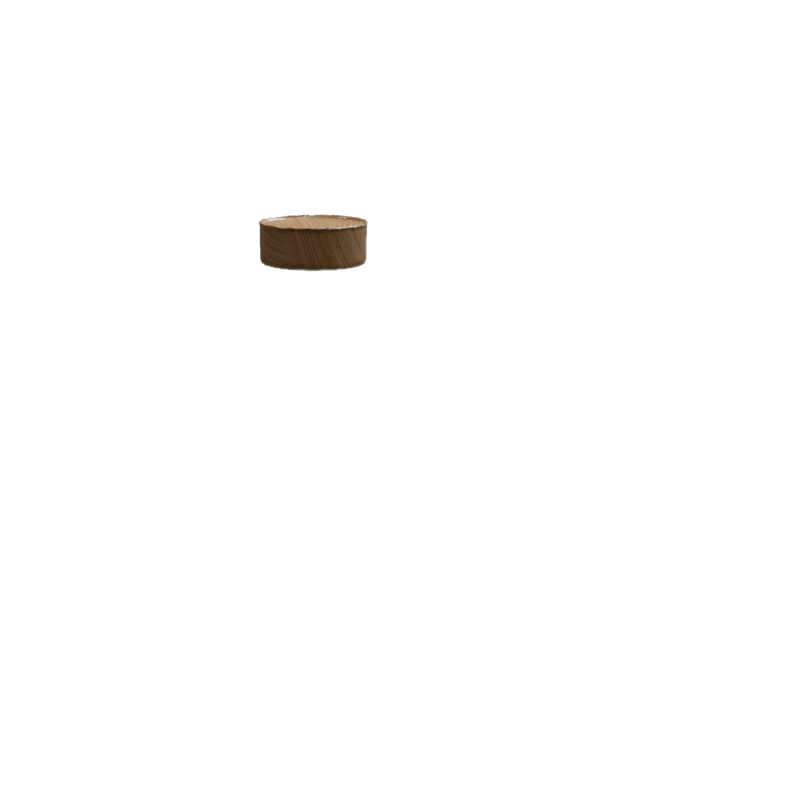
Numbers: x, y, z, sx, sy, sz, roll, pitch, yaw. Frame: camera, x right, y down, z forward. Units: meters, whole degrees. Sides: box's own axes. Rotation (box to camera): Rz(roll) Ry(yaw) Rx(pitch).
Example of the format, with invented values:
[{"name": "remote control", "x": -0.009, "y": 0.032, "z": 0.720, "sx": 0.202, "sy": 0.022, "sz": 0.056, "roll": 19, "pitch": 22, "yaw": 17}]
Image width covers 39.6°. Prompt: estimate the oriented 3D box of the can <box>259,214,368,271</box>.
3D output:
[{"name": "can", "x": -0.068, "y": -0.125, "z": 0.874, "sx": 0.086, "sy": 0.033, "sz": 0.088, "roll": 0, "pitch": 15, "yaw": -2}]
